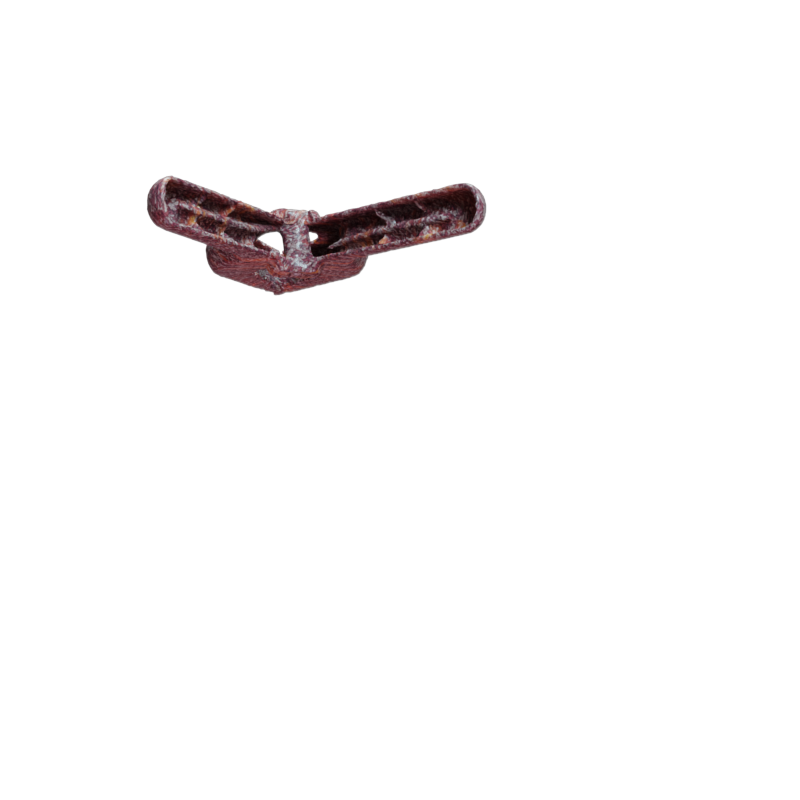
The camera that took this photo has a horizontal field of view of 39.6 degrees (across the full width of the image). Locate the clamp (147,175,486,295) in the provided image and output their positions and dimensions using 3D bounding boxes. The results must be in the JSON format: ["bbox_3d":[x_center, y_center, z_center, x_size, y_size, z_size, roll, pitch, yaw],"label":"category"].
[{"bbox_3d":[-0.048,-0.088,0.617,0.164,0.037,0.207,0,-4,-5],"label":"clamp"}]
